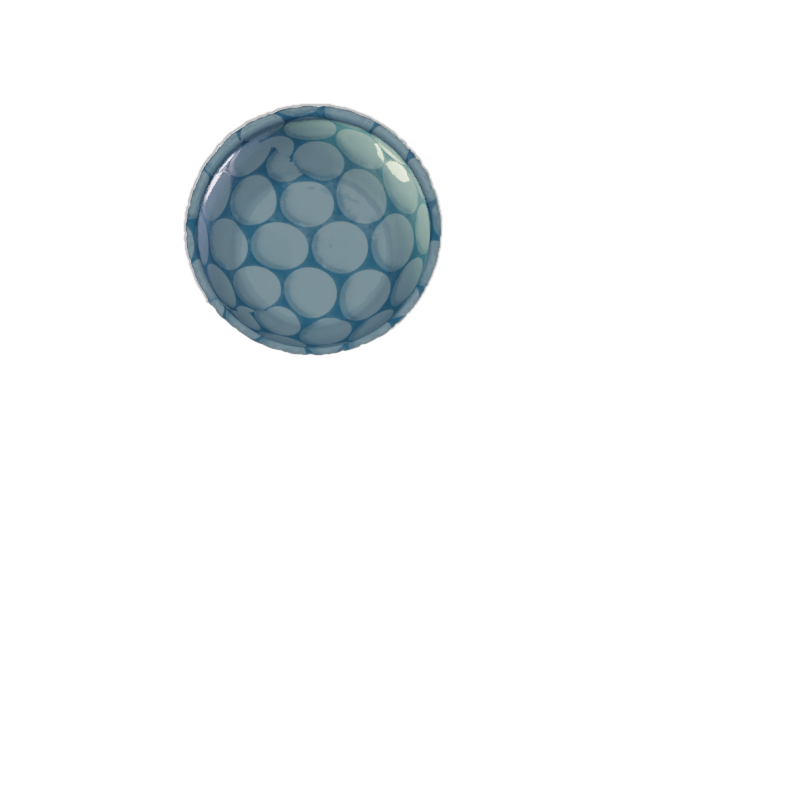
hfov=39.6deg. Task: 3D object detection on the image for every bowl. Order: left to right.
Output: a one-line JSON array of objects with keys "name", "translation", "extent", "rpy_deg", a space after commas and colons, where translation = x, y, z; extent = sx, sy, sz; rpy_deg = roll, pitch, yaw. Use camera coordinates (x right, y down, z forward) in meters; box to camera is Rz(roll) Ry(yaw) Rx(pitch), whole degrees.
[{"name": "bowl", "translation": [-0.053, -0.096, 0.675], "extent": [0.162, 0.157, 0.057], "rpy_deg": [0, 14, -1]}]
